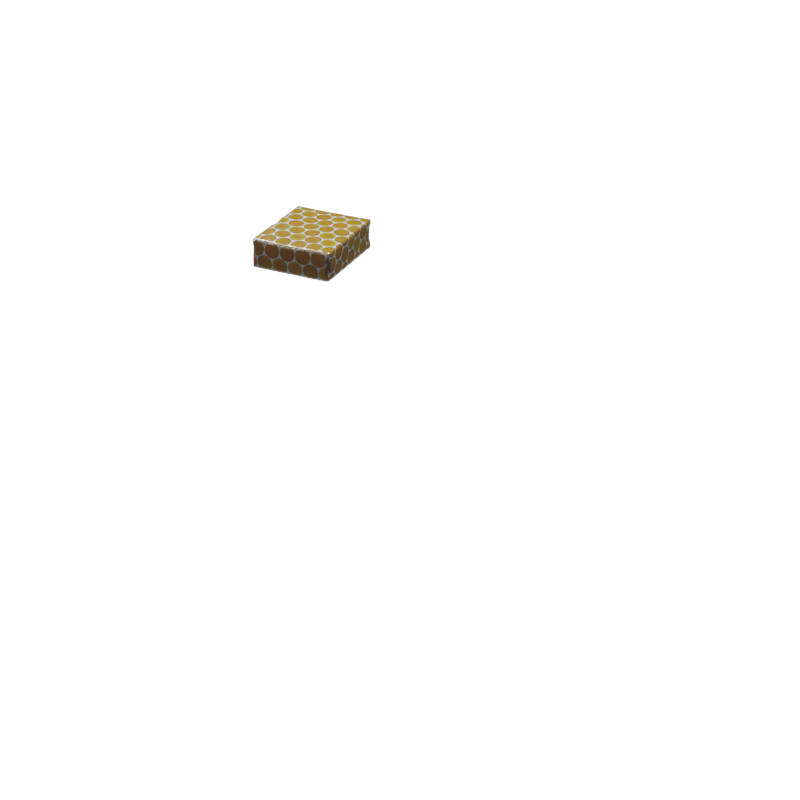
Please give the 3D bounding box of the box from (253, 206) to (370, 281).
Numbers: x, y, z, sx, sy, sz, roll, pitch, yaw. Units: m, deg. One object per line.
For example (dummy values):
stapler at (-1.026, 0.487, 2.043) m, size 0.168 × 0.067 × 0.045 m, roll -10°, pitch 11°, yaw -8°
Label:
box at (-0.076, -0.138, 0.967) m, size 0.076 × 0.028 × 0.091 m, roll 13°, pitch 32°, yaw 21°
